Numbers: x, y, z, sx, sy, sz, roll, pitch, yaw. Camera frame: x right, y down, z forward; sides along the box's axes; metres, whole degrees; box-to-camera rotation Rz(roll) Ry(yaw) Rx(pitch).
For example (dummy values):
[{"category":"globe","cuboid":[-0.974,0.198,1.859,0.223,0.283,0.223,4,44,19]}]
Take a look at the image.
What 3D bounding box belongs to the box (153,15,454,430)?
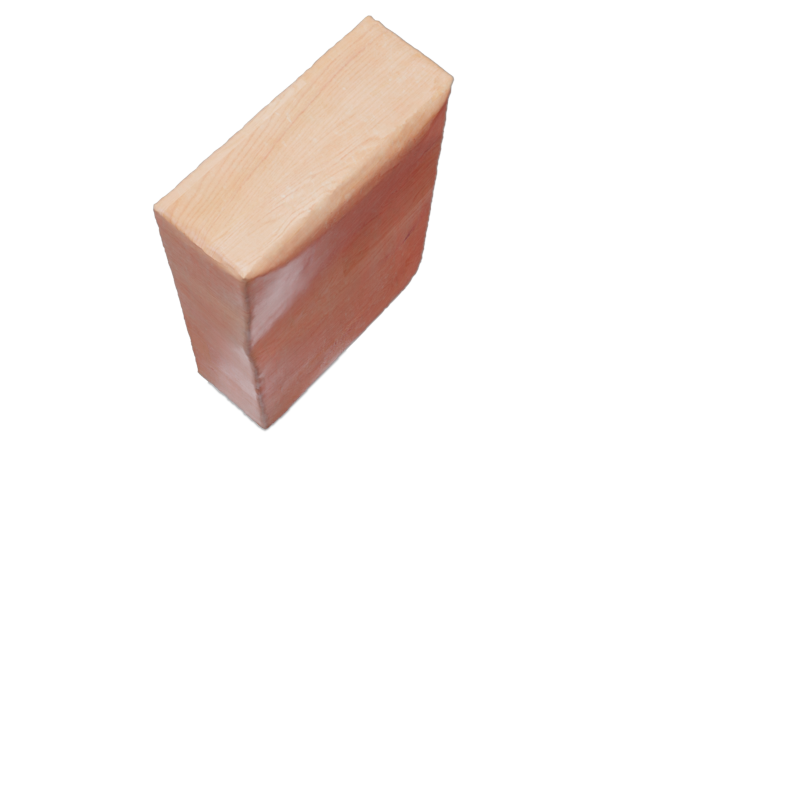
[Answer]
[{"category":"box","cuboid":[-0.051,-0.093,0.648,0.075,0.167,0.203,38,-20,11]}]
